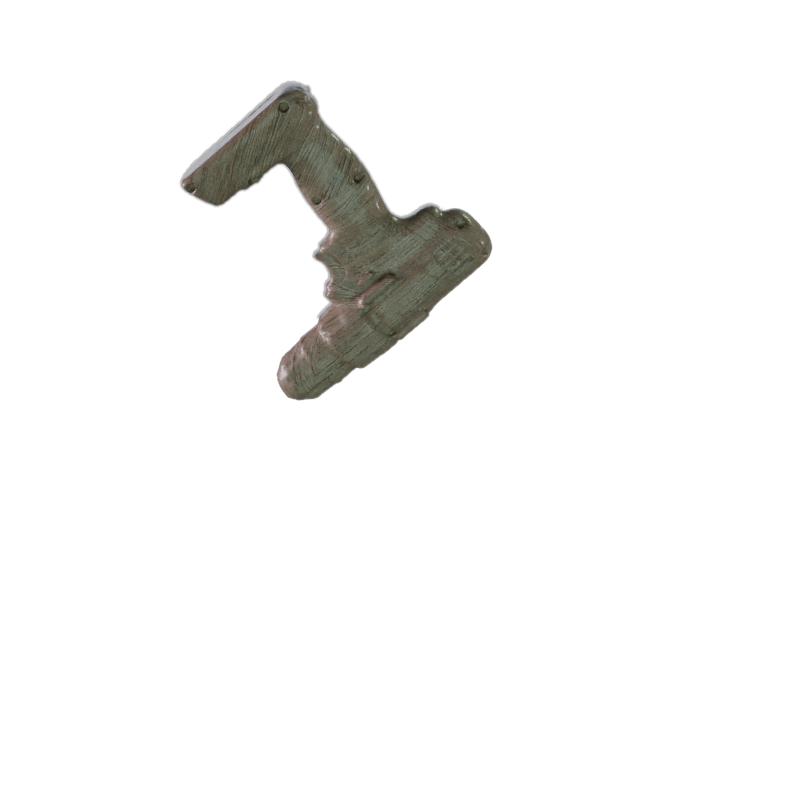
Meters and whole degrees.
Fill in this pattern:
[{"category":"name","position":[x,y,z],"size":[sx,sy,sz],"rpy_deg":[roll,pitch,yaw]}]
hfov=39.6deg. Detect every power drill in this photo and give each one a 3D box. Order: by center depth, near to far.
[{"category":"power drill","position":[-0.060,-0.109,0.763],"size":[0.183,0.181,0.060],"rpy_deg":[-41,15,13]}]
